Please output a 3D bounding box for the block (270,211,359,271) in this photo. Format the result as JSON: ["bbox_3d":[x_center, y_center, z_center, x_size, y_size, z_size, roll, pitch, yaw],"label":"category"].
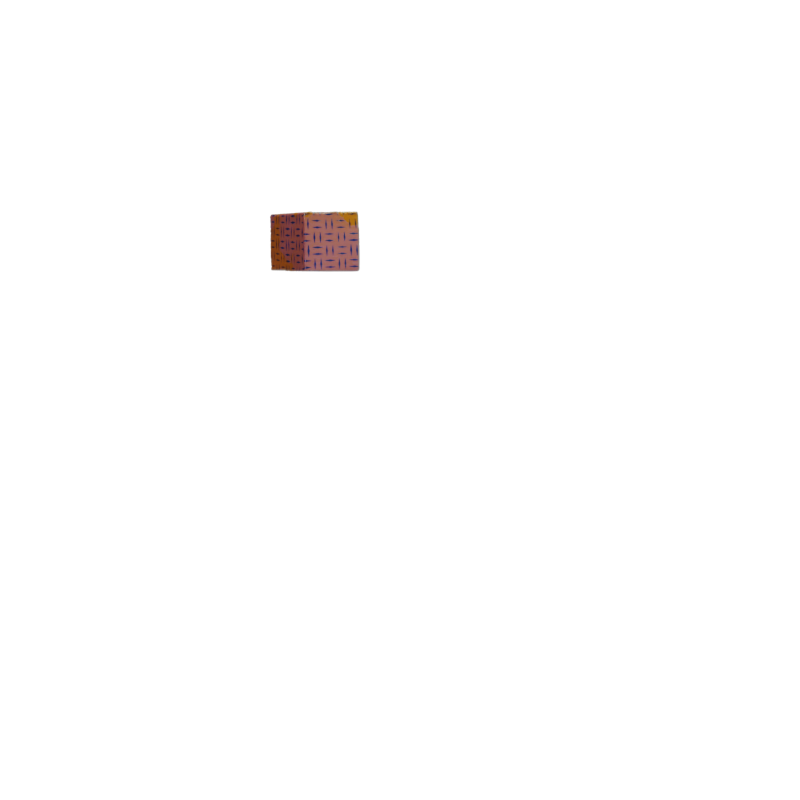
[{"bbox_3d":[-0.076,-0.138,0.966,0.051,0.051,0.081,-2,6,-28],"label":"block"}]
